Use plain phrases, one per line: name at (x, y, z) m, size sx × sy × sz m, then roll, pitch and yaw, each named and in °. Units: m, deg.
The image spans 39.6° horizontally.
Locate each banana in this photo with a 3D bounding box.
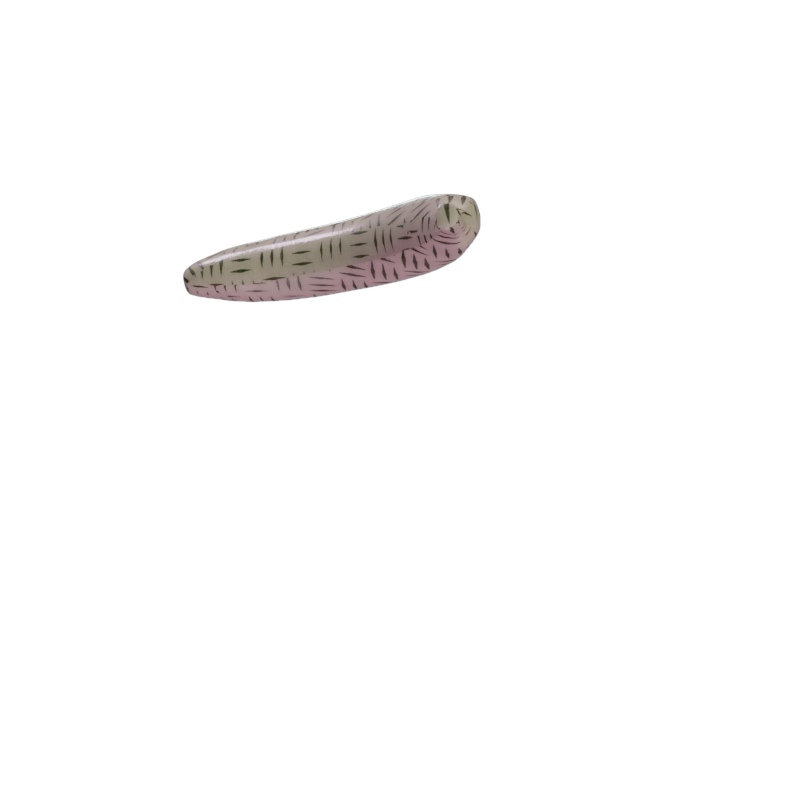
banana at (-0.028, -0.079, 0.570) m, size 0.202 × 0.038 × 0.066 m, roll -9°, pitch -13°, yaw 43°
